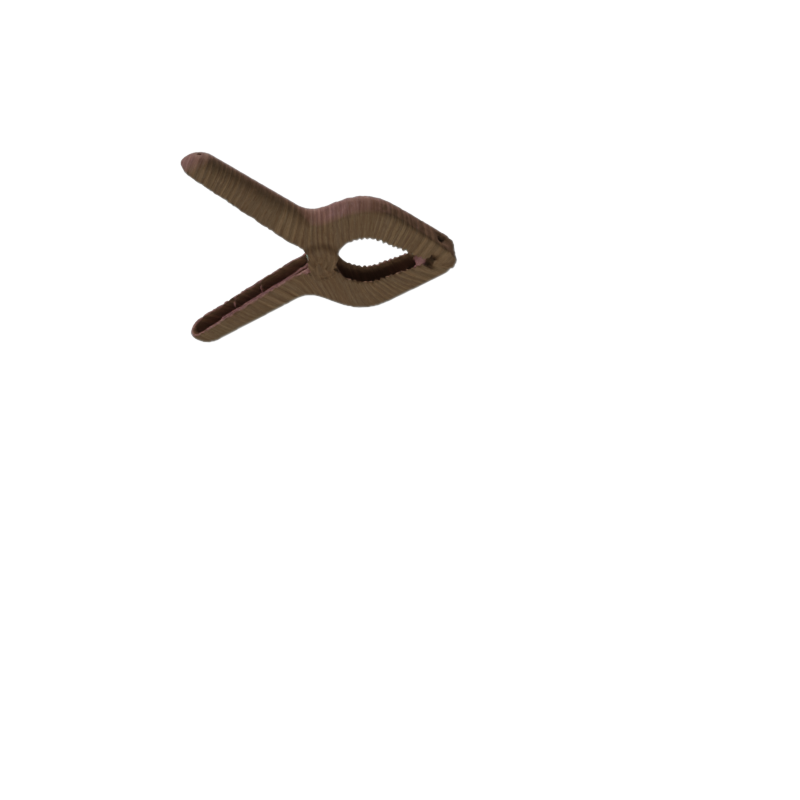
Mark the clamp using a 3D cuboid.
[{"bbox_3d":[-0.065,-0.118,0.828,0.211,0.153,0.039,-4,37,3],"label":"clamp"}]
